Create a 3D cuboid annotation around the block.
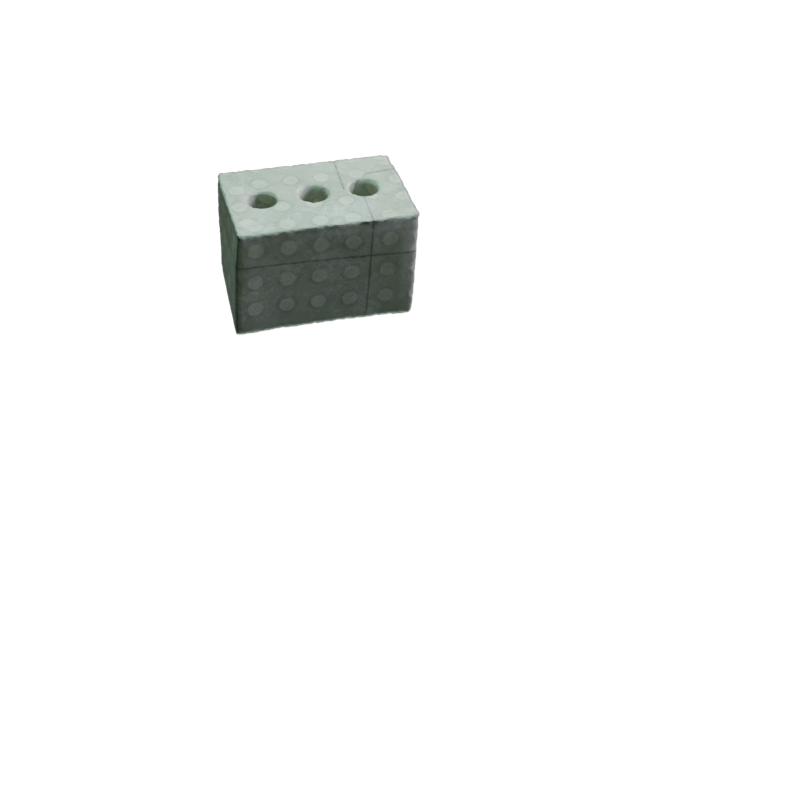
[{"bbox_3d":[-0.037,-0.068,0.477,0.077,0.048,0.057,-9,40,-12],"label":"block"}]
